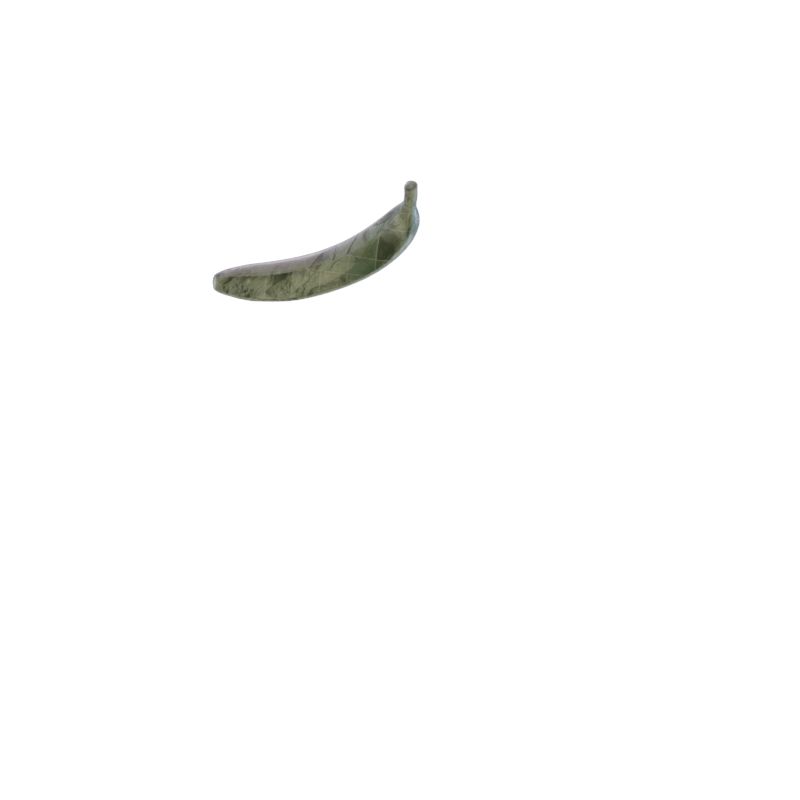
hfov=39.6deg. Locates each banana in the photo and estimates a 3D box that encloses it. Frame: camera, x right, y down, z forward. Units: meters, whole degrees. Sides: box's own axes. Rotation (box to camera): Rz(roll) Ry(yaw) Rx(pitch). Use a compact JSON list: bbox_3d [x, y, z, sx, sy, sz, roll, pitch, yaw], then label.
[{"bbox_3d":[-0.060,-0.122,0.934,0.198,0.065,0.039,-24,32,16],"label":"banana"}]
